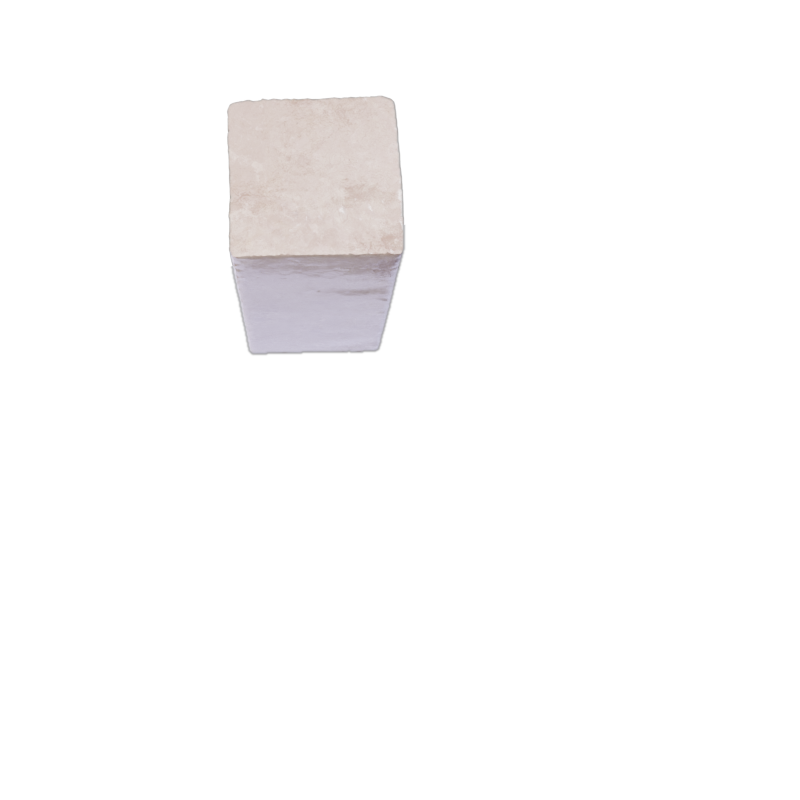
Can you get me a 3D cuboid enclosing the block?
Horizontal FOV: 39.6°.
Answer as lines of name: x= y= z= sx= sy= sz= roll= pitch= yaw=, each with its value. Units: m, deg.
block: x=-0.052 y=-0.096 z=0.666 sx=0.090 sy=0.094 sz=0.199 roll=-2 pitch=-13 yaw=-4
